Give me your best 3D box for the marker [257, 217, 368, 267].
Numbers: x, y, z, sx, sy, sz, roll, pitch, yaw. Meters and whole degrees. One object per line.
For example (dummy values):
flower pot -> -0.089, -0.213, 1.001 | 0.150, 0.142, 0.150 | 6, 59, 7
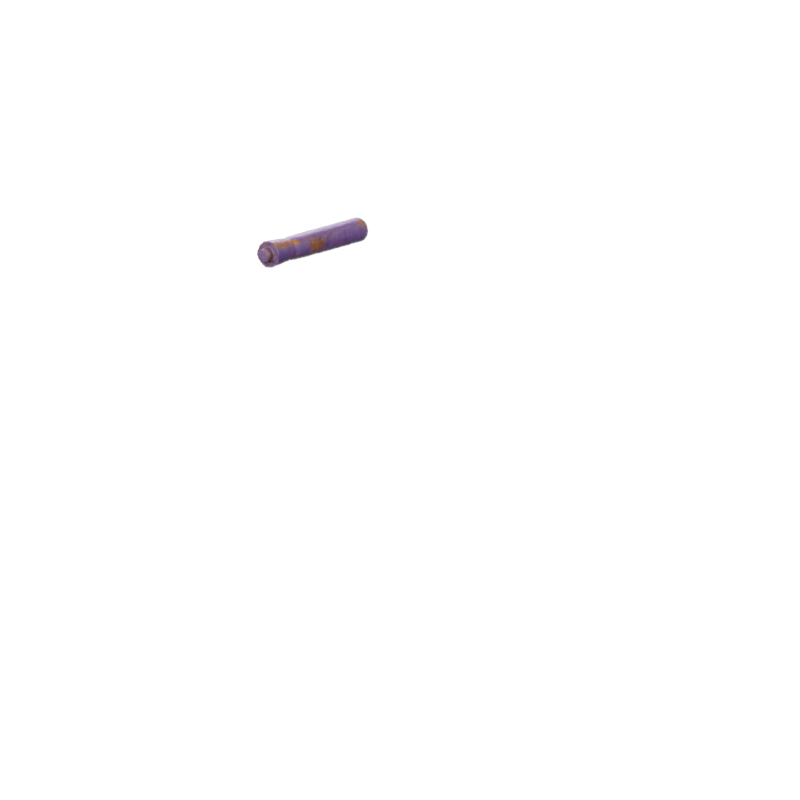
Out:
marker -> -0.063, -0.115, 0.806 | 0.020, 0.019, 0.120 | 2, 17, 32
